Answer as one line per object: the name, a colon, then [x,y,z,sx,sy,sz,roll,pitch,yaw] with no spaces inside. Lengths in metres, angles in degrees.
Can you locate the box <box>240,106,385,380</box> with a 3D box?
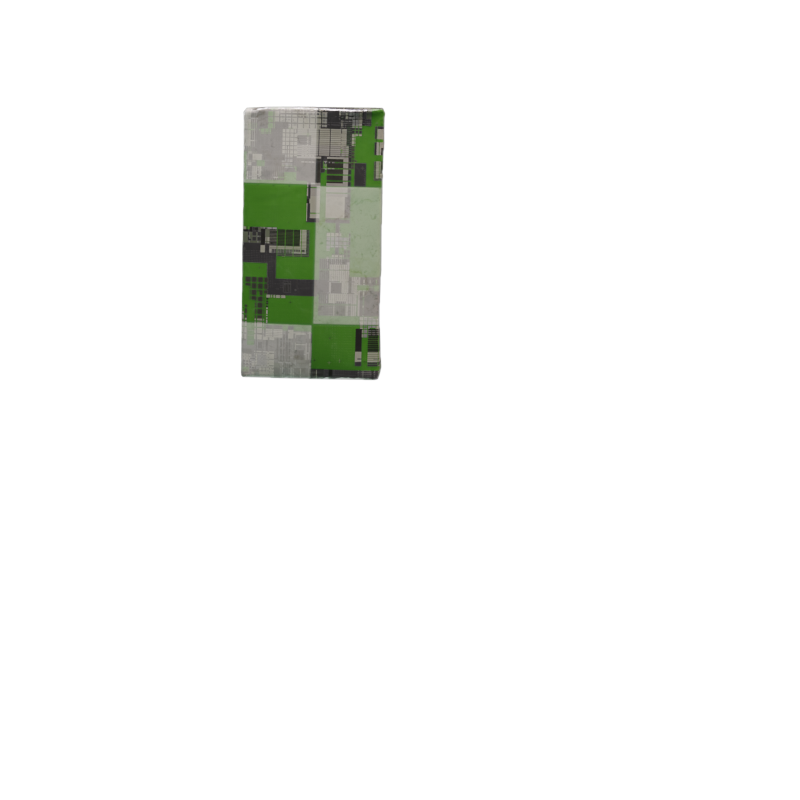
box: [-0.057,-0.104,0.730,0.094,0.173,0.049,1,7,2]
